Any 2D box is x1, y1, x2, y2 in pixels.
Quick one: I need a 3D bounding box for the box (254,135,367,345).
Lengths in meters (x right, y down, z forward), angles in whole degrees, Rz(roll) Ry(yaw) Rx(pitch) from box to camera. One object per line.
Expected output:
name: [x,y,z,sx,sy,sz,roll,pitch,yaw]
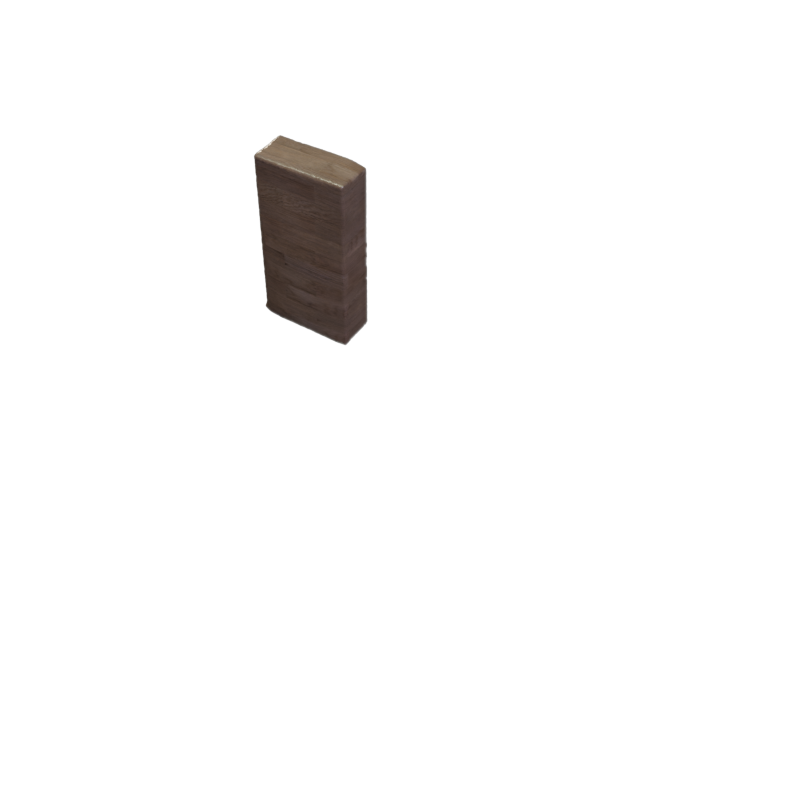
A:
box: [-0.076,-0.140,0.978,0.098,0.164,0.049,25,44,24]
